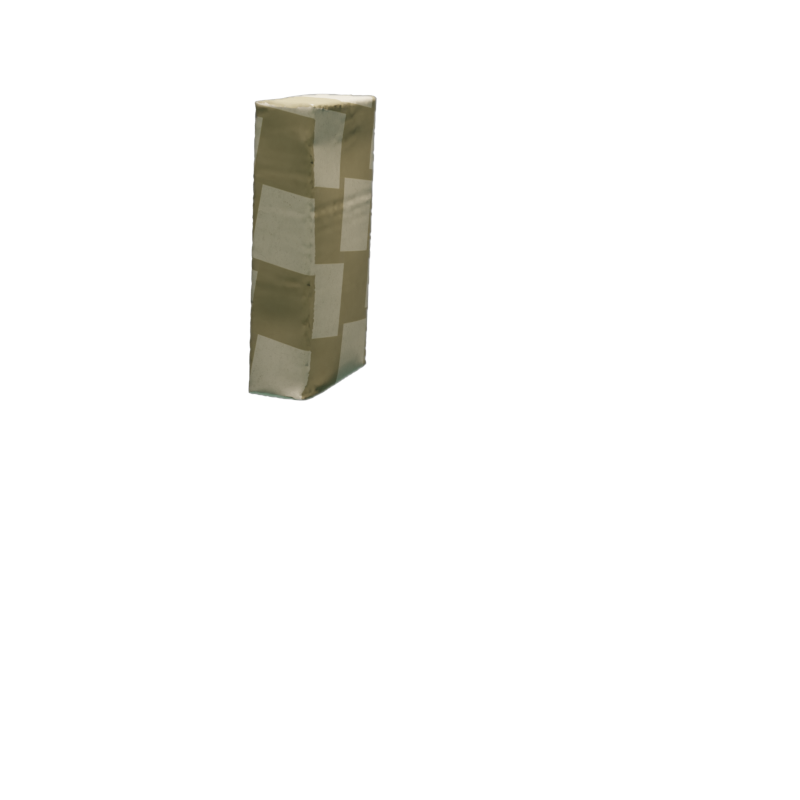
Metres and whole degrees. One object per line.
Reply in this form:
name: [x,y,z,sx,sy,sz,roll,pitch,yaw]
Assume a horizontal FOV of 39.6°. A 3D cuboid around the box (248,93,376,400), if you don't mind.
box: [-0.053,-0.097,0.676,0.050,0.172,0.093,5,13,22]
